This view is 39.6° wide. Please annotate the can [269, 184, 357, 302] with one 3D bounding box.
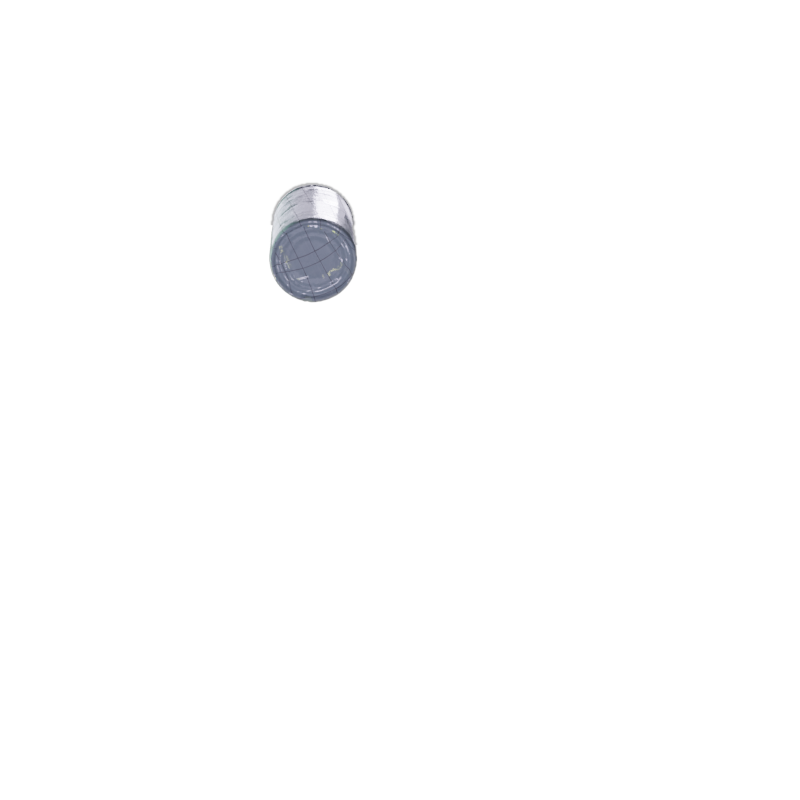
[{"bbox_3d":[-0.069,-0.125,0.878,0.068,0.065,0.107,0,23,-3],"label":"can"}]
